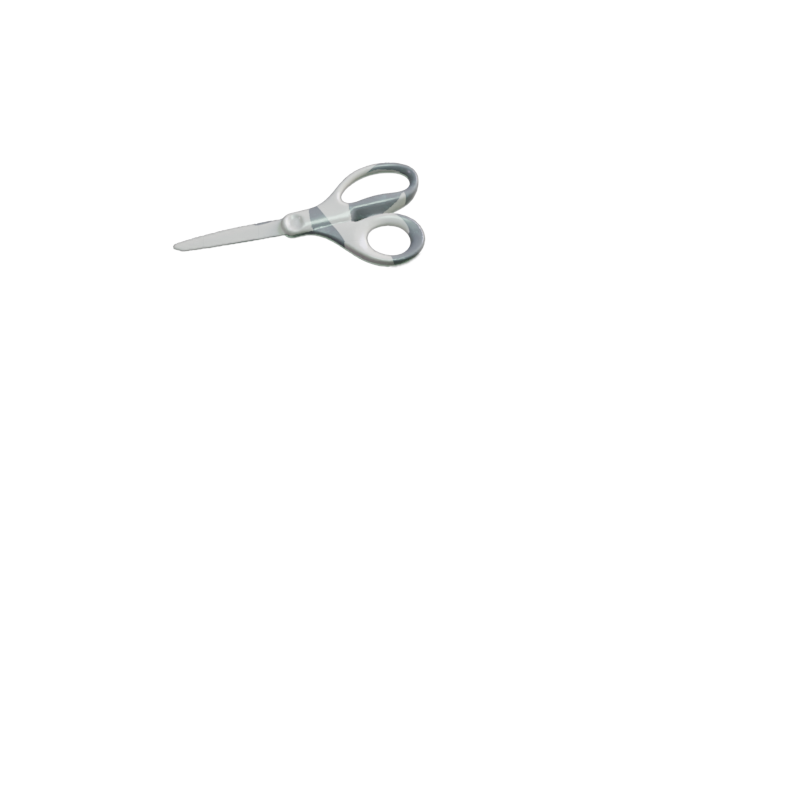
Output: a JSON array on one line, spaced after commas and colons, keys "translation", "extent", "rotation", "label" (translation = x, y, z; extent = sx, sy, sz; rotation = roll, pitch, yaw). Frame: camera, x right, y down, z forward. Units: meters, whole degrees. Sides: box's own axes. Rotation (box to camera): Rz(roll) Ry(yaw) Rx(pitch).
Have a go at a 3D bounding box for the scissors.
[{"translation": [-0.069, -0.125, 0.876], "extent": [0.201, 0.101, 0.015], "rotation": [-27, -20, -11], "label": "scissors"}]
